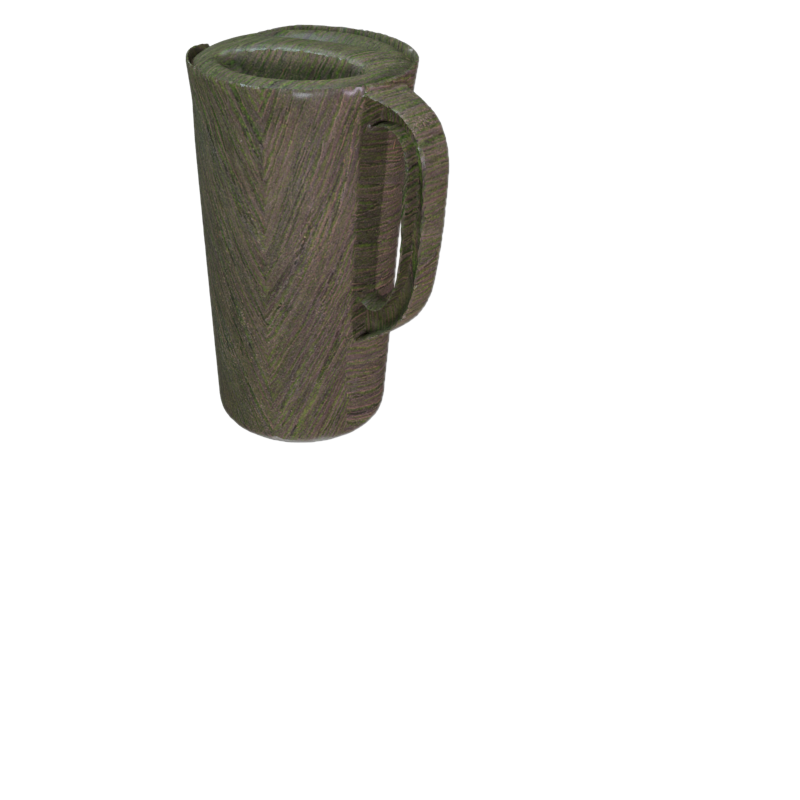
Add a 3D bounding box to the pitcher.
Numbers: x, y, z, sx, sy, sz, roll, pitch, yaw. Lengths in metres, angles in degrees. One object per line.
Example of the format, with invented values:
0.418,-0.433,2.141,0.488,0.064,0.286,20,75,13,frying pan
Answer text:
-0.053,-0.096,0.672,0.145,0.230,0.158,1,28,-2,pitcher
